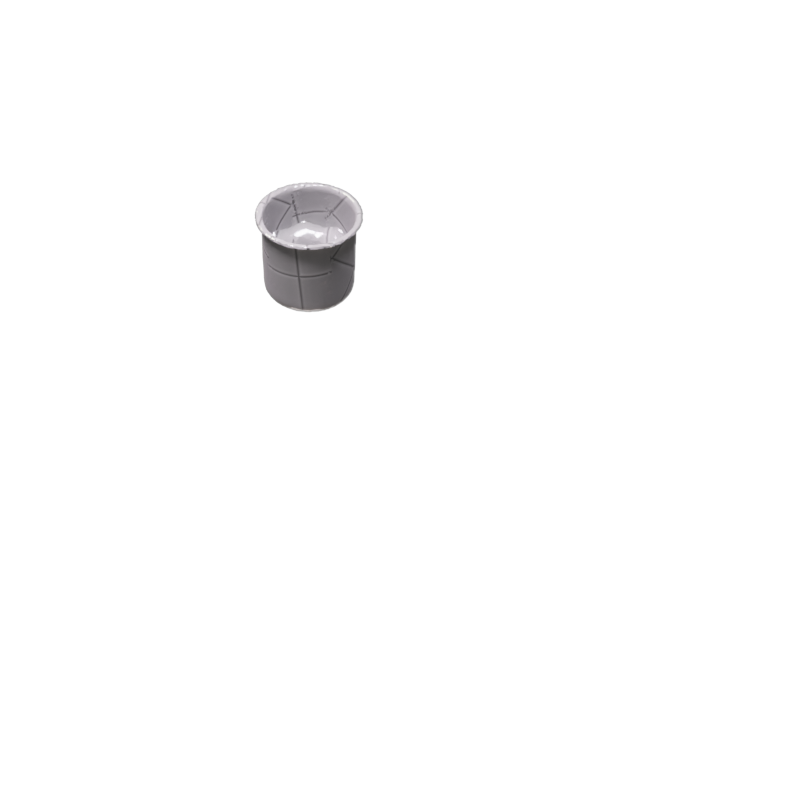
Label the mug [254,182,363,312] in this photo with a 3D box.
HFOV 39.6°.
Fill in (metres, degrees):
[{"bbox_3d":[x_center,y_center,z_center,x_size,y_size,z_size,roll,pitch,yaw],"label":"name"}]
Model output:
[{"bbox_3d":[-0.077,-0.140,0.984,0.095,0.076,0.123,12,44,10],"label":"mug"}]
